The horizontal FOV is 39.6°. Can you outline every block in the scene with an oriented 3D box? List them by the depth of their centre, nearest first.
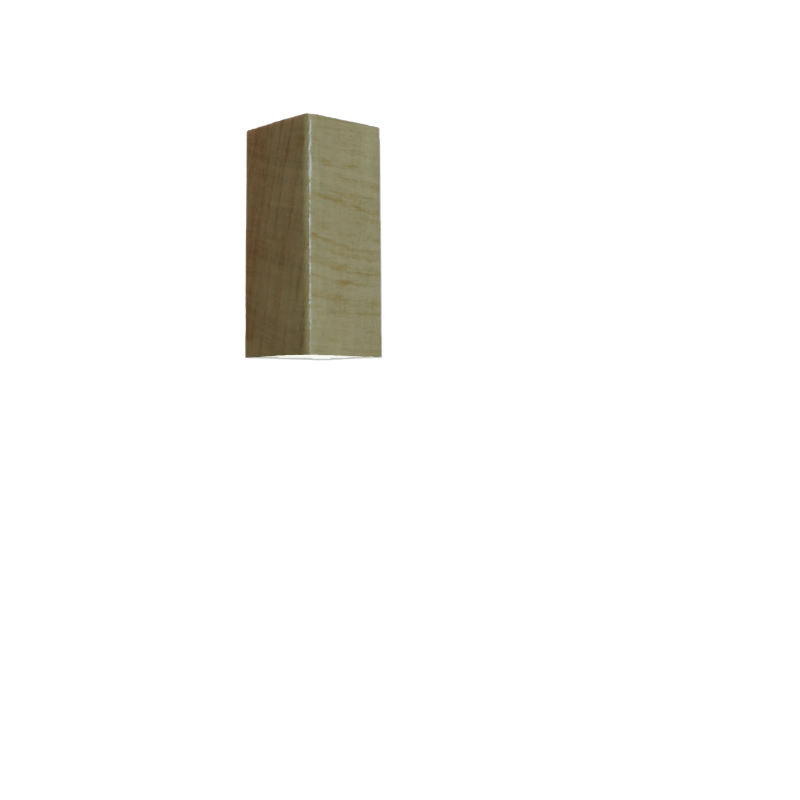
[{"bbox_3d":[-0.077,-0.141,0.988,0.087,0.210,0.093,6,-9,-43],"label":"block"}]
